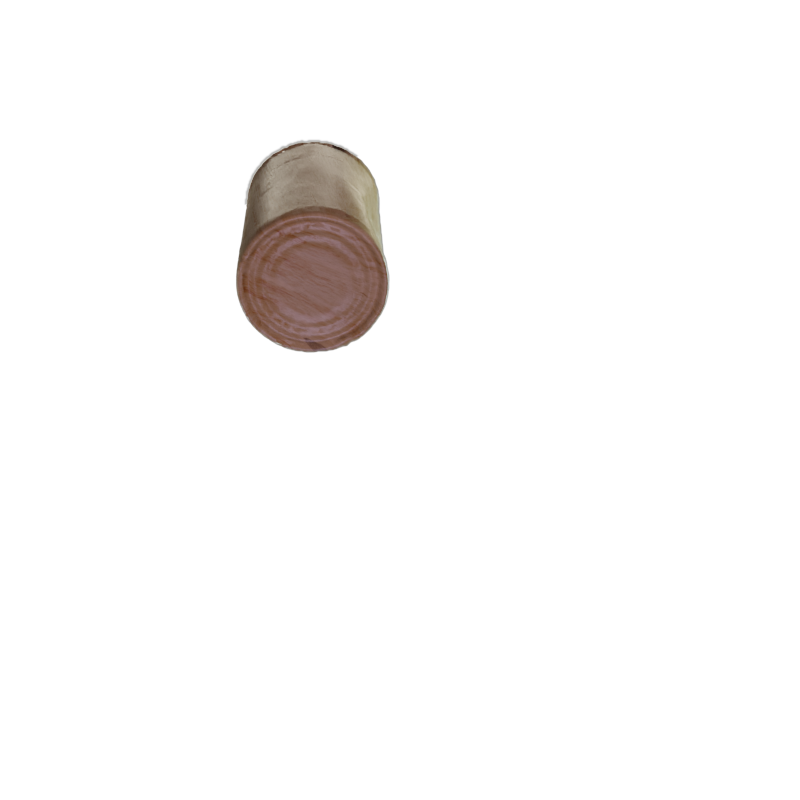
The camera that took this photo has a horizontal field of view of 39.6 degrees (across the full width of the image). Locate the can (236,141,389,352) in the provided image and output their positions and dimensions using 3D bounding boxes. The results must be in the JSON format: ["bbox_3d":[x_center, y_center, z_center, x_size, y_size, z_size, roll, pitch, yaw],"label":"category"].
[{"bbox_3d":[-0.041,-0.074,0.517,0.068,0.065,0.108,0,27,-3],"label":"can"}]
